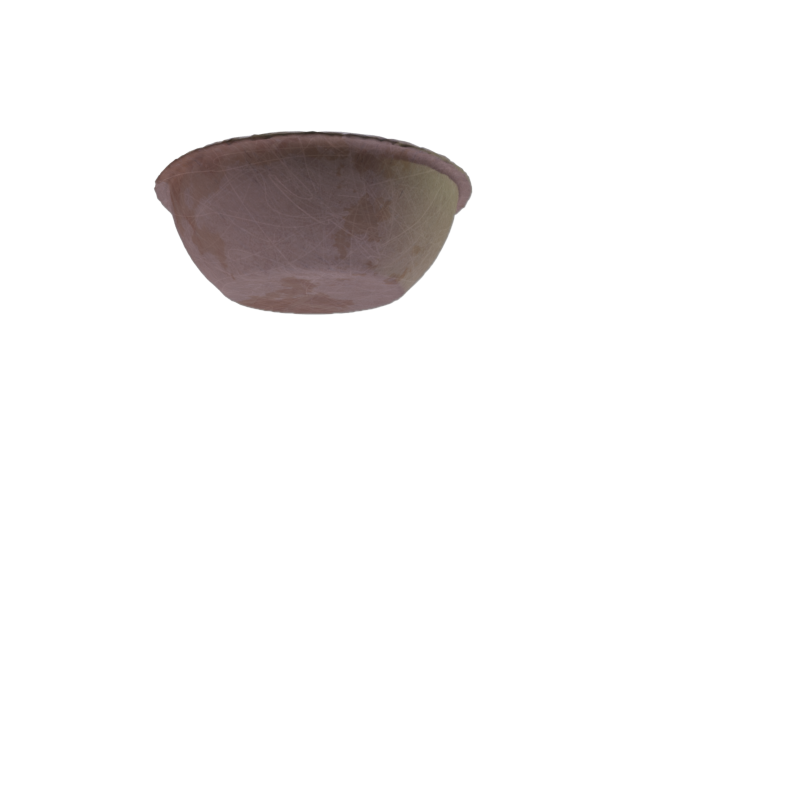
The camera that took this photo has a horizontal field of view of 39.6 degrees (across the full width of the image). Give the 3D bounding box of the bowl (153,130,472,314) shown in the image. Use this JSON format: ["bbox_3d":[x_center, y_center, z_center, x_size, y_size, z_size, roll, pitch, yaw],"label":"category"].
[{"bbox_3d":[-0.044,-0.080,0.561,0.162,0.057,0.157,0,-10,-2],"label":"bowl"}]
